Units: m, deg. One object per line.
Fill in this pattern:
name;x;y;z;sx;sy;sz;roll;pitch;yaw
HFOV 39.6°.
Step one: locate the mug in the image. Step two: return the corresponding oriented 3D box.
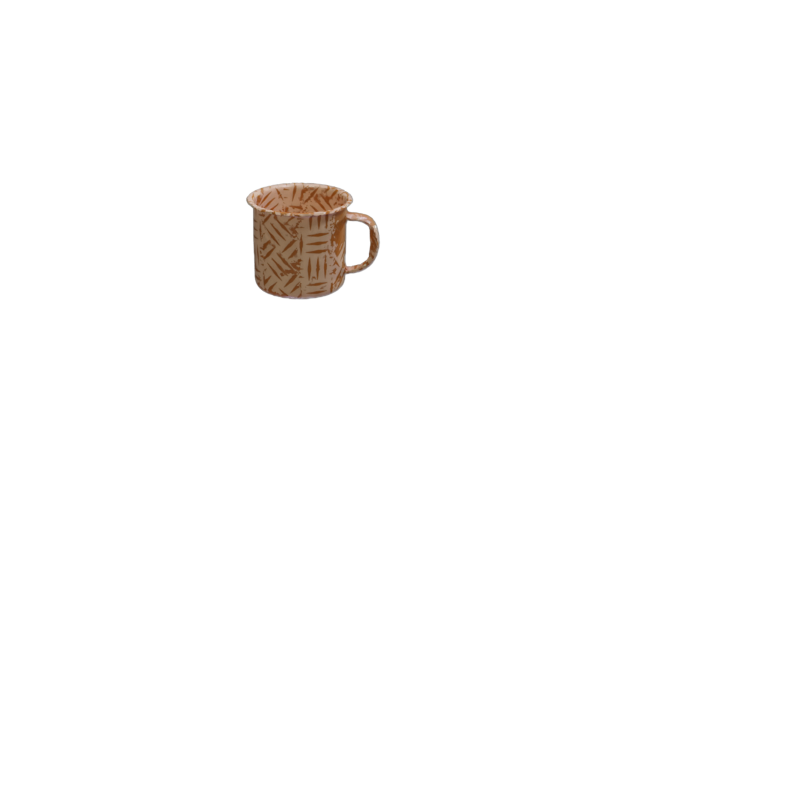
mug;-0.076;-0.139;0.977;0.118;0.078;0.097;2;24;3
